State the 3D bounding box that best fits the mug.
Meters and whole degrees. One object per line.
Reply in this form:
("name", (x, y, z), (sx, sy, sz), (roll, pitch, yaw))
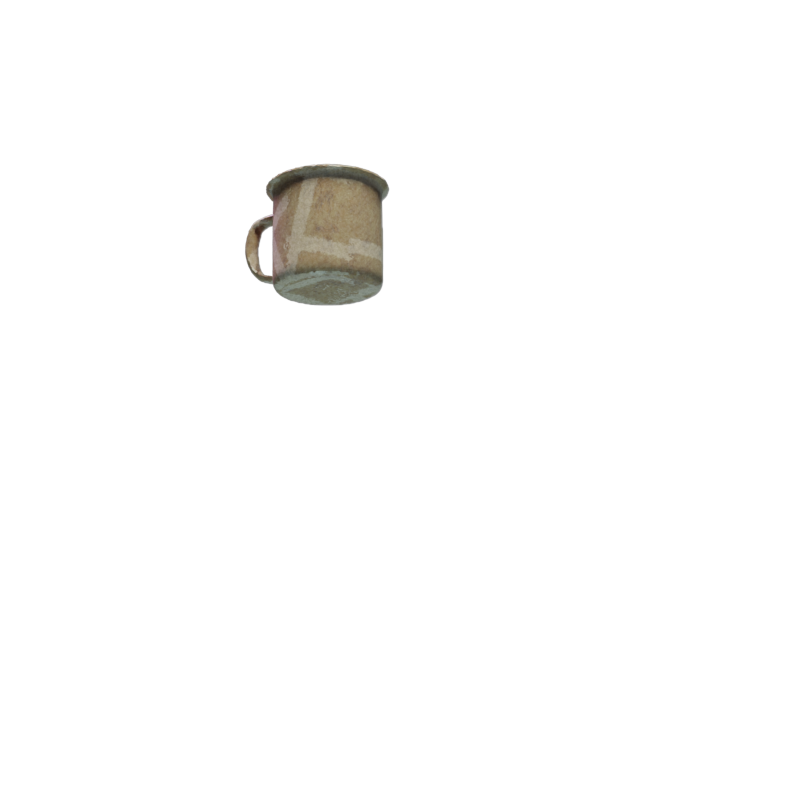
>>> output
("mug", (-0.065, -0.118, 0.827), (0.119, 0.085, 0.087), (-7, -18, 24))
